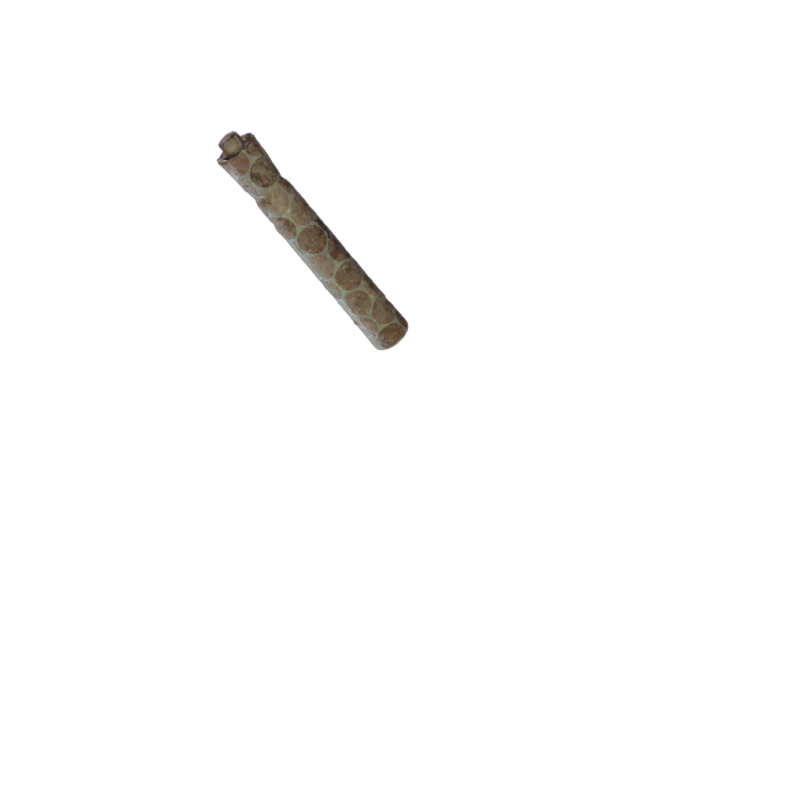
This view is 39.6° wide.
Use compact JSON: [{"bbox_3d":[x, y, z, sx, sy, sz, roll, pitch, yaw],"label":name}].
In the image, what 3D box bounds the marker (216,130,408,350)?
[{"bbox_3d":[-0.037,-0.068,0.475,0.114,0.020,0.020,49,-24,-26],"label":"marker"}]
